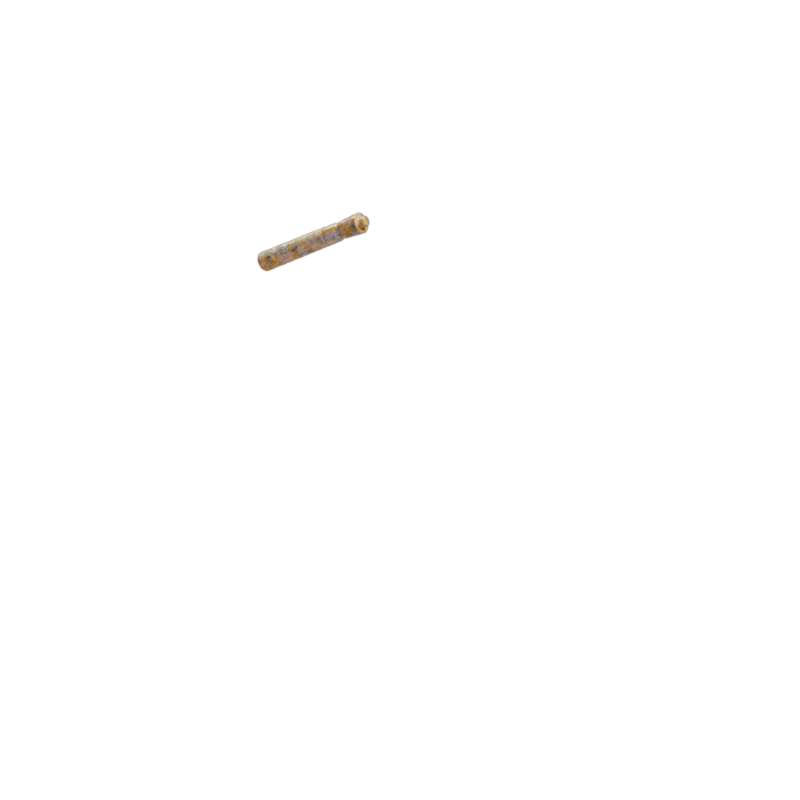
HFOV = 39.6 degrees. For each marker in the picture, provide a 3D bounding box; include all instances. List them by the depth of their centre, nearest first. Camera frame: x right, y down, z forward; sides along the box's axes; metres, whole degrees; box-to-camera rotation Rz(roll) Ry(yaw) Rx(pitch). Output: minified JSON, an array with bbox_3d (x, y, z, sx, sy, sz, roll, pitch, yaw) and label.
[{"bbox_3d":[-0.076,-0.139,0.970,0.122,0.020,0.019,-15,-6,37],"label":"marker"}]
